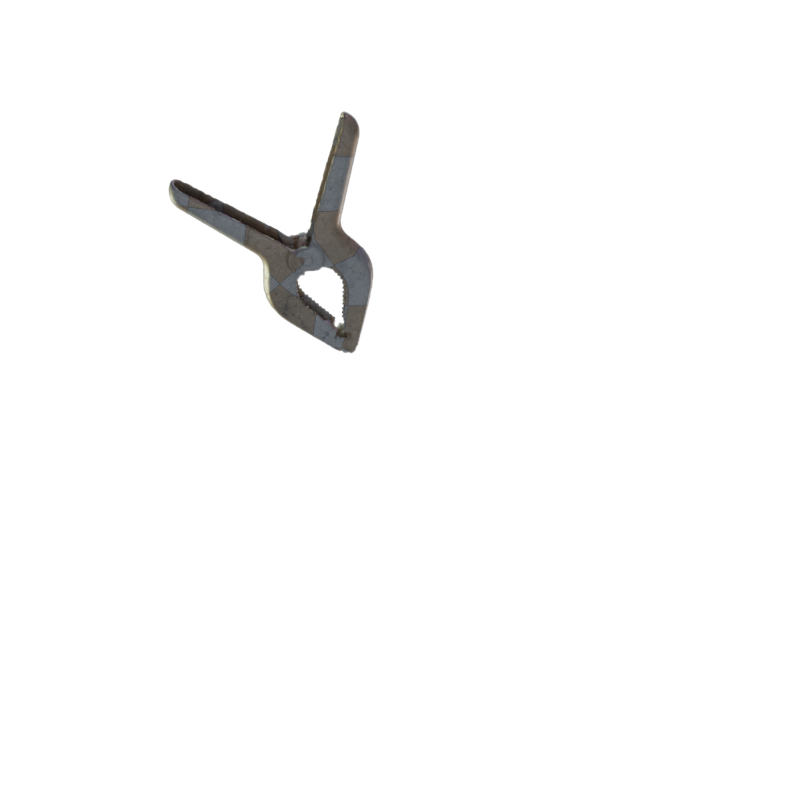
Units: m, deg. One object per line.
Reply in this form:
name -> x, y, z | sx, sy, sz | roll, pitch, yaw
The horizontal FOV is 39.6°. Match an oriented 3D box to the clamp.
clamp -> -0.073, -0.133, 0.930 | 0.165, 0.198, 0.039 | -26, 25, 13
